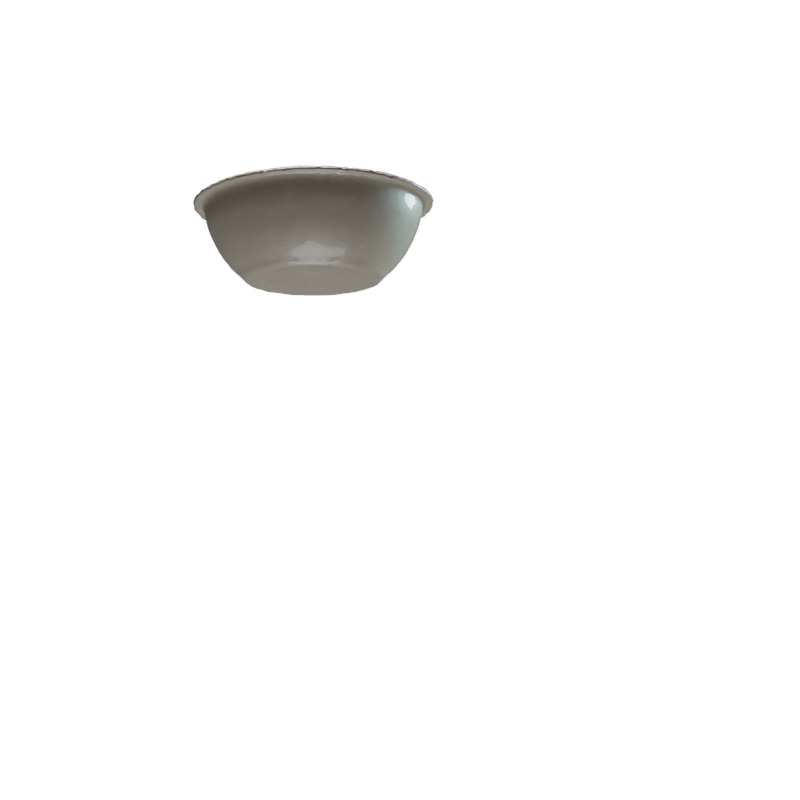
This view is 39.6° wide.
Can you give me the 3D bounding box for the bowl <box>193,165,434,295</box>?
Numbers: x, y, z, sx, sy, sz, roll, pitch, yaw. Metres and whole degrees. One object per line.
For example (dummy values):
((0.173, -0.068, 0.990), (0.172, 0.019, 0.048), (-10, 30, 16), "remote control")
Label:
((-0.058, -0.106, 0.743), (0.162, 0.057, 0.158), (0, -8, -2), "bowl")
